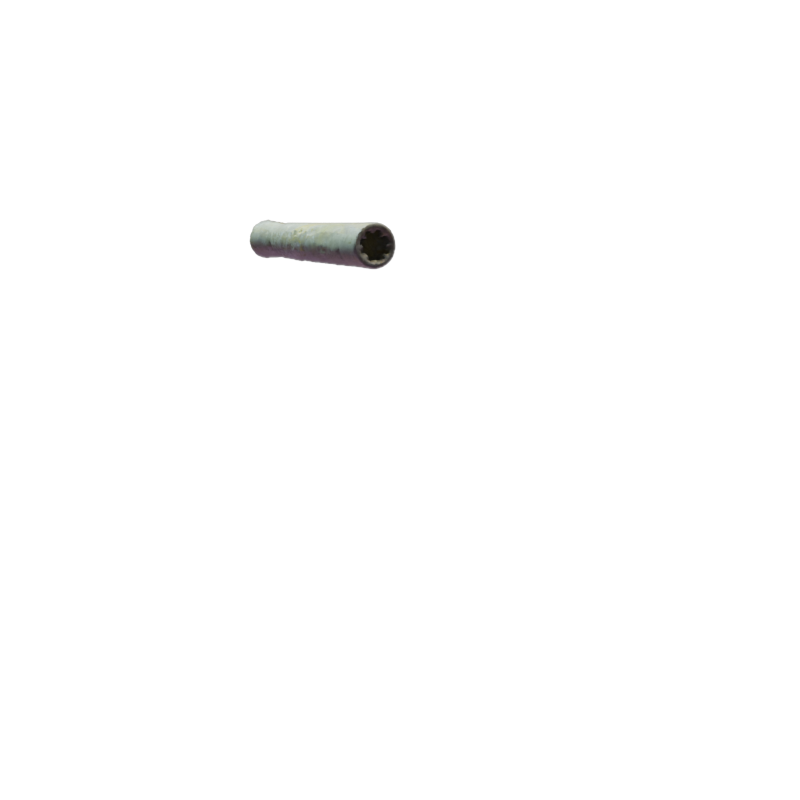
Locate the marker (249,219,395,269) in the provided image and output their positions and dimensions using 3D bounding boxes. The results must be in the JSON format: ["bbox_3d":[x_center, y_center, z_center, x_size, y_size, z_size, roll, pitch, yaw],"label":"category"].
[{"bbox_3d":[-0.039,-0.071,0.496,0.019,0.019,0.126,-2,9,-27],"label":"marker"}]
